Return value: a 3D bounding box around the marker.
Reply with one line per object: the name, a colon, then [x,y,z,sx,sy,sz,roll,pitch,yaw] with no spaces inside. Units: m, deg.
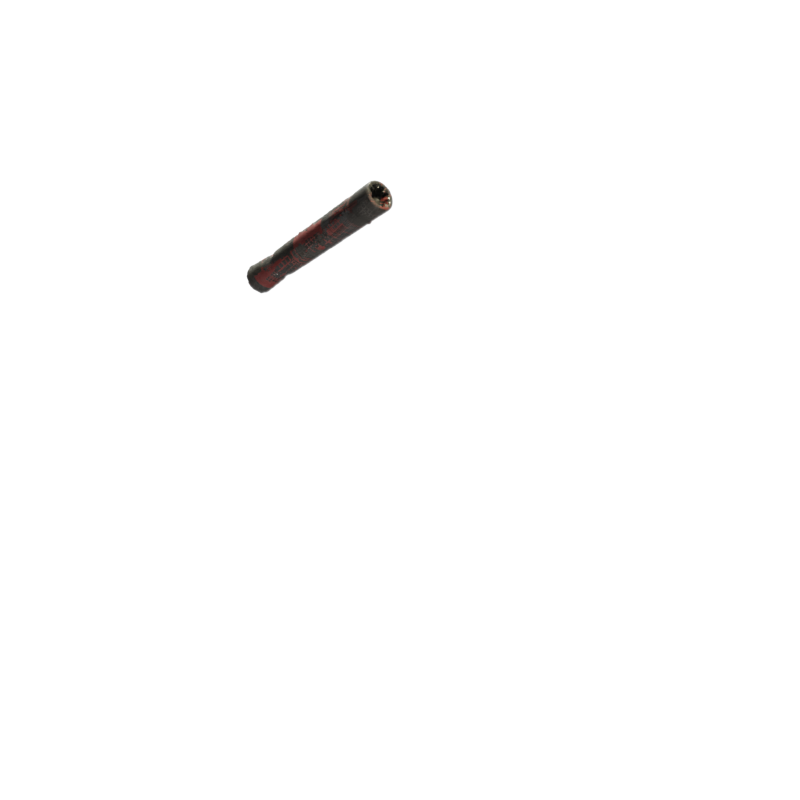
marker: [-0.050,-0.092,0.642,0.019,0.021,0.120,-3,-17,-45]
